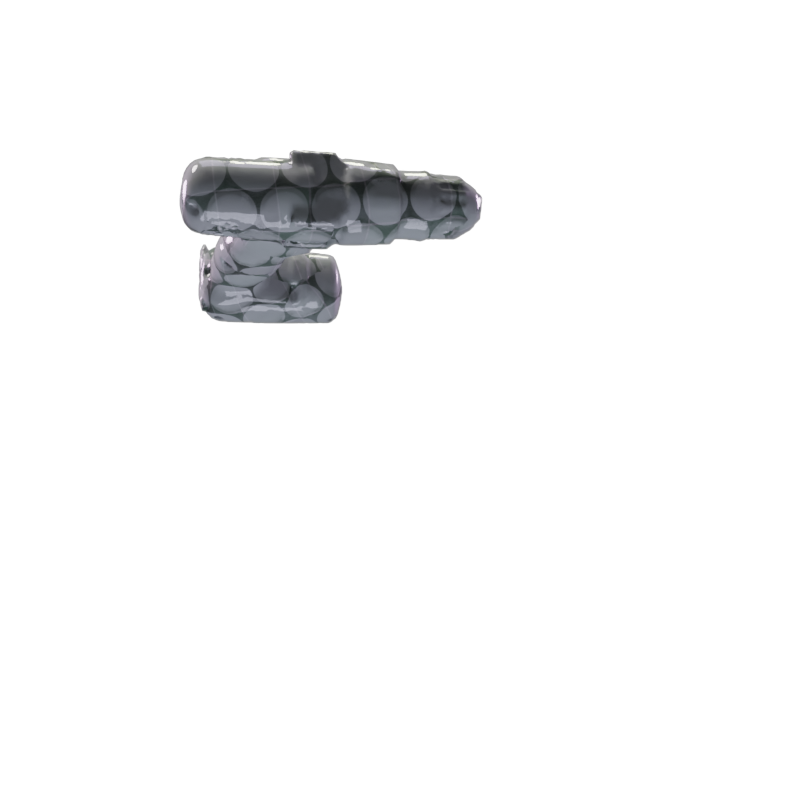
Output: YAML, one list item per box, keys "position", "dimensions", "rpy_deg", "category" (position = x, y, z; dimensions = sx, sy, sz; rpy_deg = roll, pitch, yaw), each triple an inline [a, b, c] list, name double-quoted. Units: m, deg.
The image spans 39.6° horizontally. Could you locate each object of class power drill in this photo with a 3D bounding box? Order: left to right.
- position: [-0.057, -0.105, 0.733]
  dimensions: [0.181, 0.060, 0.182]
  rpy_deg: [4, -17, -12]
  category: "power drill"
